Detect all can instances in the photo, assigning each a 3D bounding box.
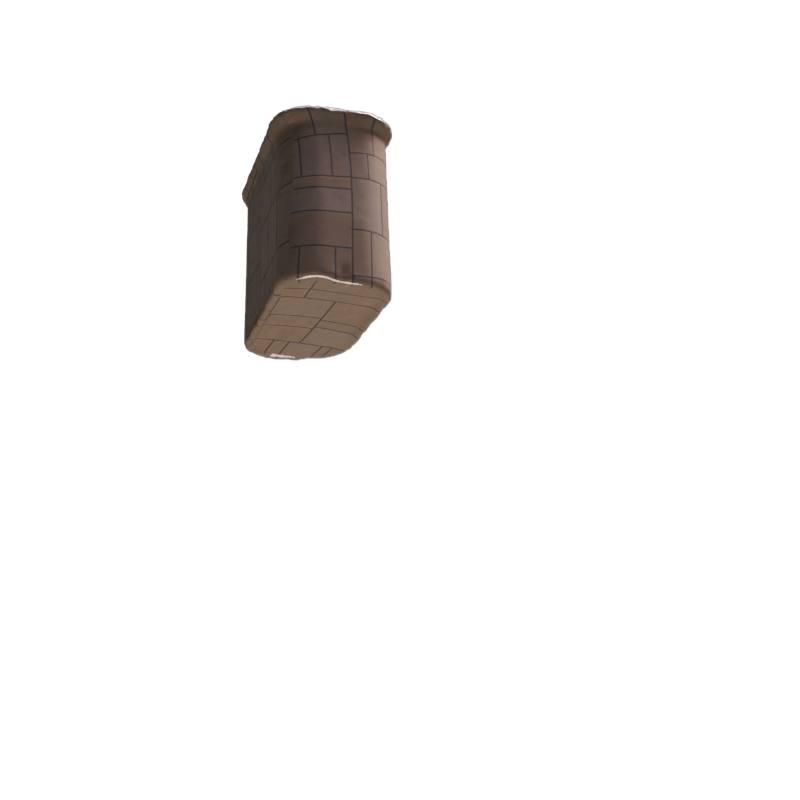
[{"bbox_3d":[-0.040,-0.074,0.515,0.056,0.088,0.099,6,-23,-17],"label":"can"}]
